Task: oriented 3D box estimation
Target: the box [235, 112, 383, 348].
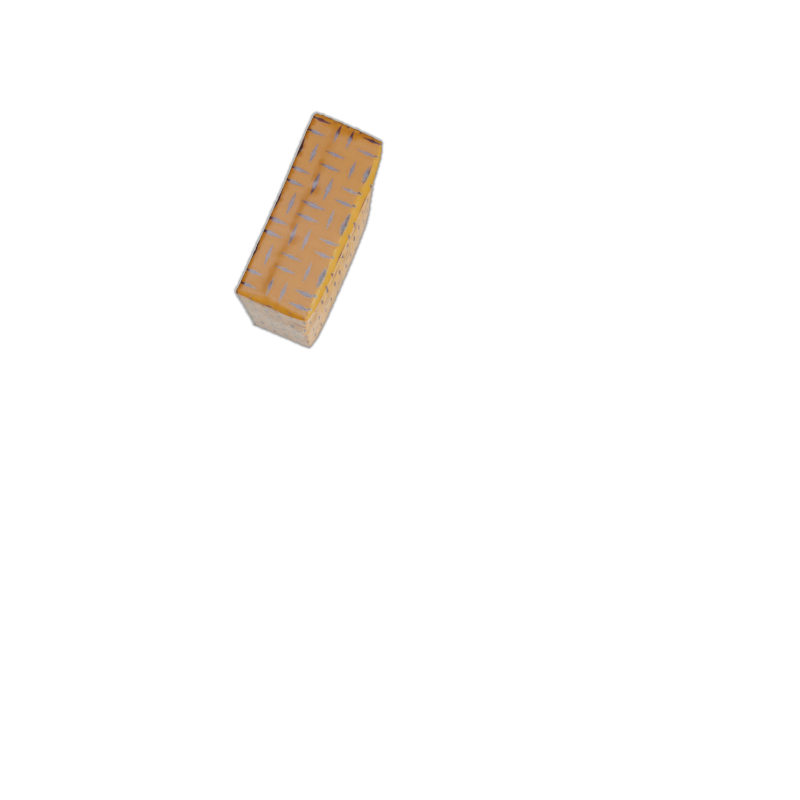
[{"bbox_3d":[-0.077,-0.141,0.989,0.072,0.167,0.210,22,-7,-2],"label":"box"}]
